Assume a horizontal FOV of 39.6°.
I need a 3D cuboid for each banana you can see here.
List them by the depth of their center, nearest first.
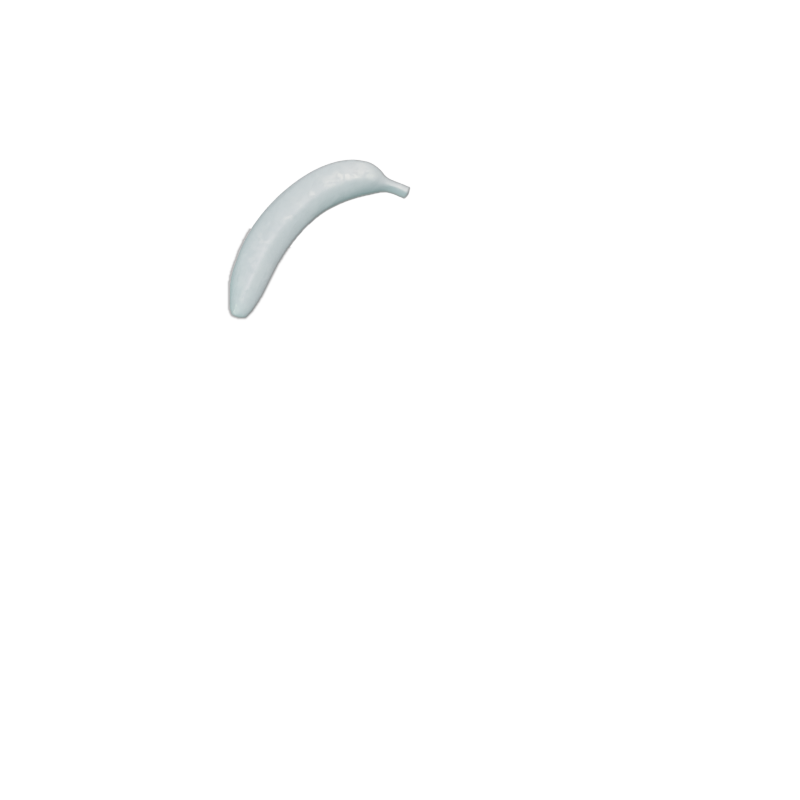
[{"bbox_3d":[-0.085,-0.154,0.970,0.199,0.072,0.035,-39,-14,-13],"label":"banana"}]
